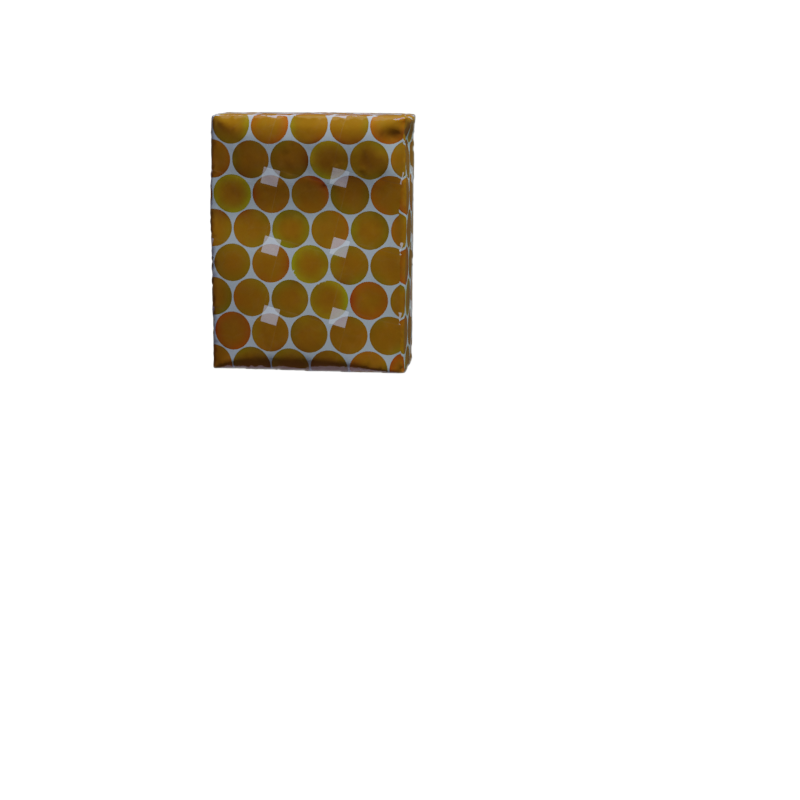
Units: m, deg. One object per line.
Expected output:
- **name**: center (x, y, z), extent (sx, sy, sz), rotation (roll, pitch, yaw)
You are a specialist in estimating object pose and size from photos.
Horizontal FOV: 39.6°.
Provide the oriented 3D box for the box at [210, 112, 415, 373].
- **box**: center (-0.073, -0.132, 0.926), extent (0.166, 0.209, 0.072), rotation (2, 9, 9)
